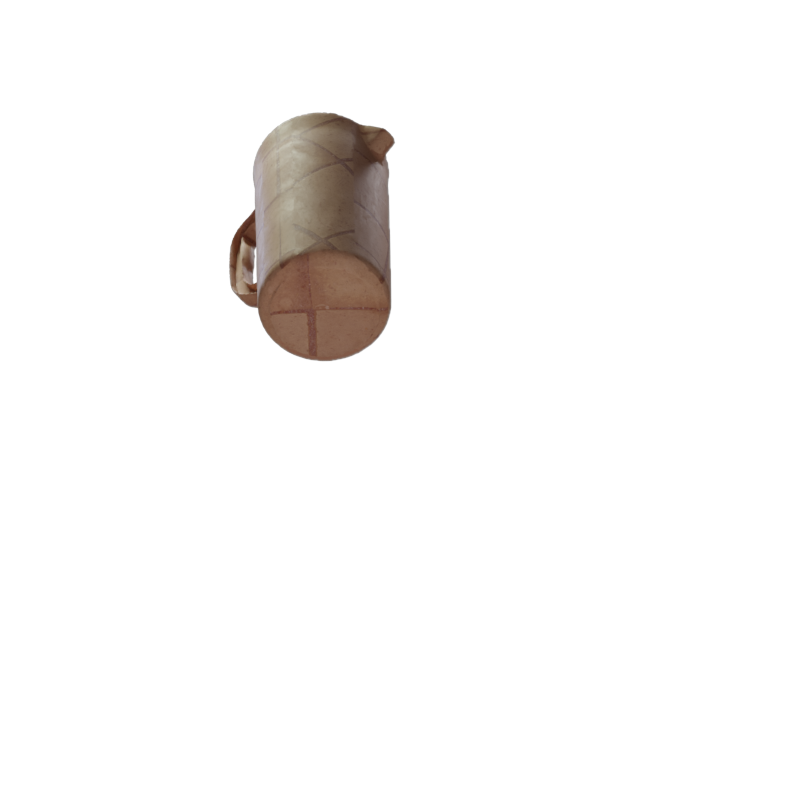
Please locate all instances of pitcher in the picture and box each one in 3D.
[{"bbox_3d":[-0.077,-0.141,0.986,0.143,0.141,0.260,6,35,-8],"label":"pitcher"}]
